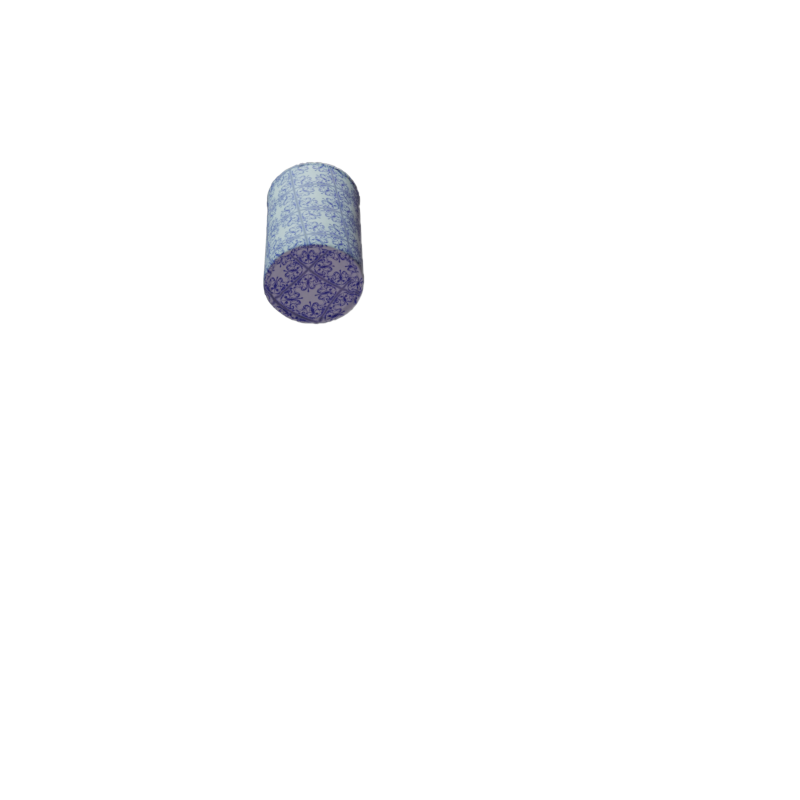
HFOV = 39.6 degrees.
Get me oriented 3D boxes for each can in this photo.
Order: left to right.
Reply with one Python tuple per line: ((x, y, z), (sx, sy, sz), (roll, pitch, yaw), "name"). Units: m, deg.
((-0.060, -0.109, 0.762), (0.068, 0.064, 0.109), (-1, 39, -3), "can")
